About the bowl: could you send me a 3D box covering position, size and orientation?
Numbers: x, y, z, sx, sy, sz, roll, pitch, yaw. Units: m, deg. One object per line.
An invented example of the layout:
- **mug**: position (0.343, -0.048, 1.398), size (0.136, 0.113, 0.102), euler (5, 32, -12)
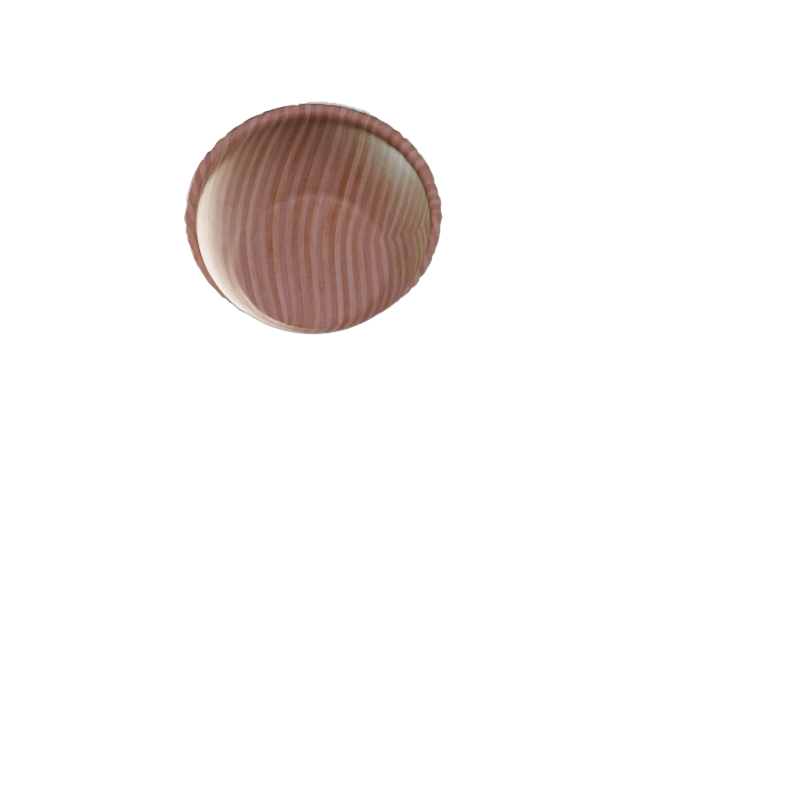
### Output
- **bowl**: position (-0.053, -0.097, 0.677), size (0.162, 0.152, 0.059), euler (1, 31, -1)
